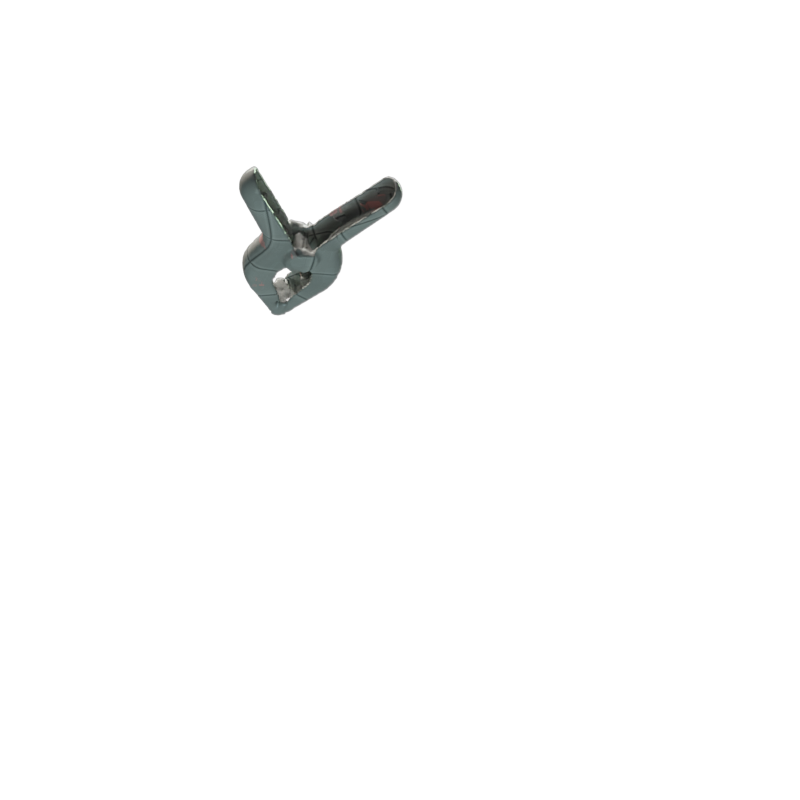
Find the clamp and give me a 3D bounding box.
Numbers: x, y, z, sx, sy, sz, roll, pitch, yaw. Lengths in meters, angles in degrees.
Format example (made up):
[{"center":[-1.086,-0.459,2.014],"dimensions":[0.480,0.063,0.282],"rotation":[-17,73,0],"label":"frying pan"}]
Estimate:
[{"center":[-0.067,-0.122,0.855],"dimensions":[0.119,0.042,0.163],"rotation":[4,-28,-7],"label":"clamp"}]
